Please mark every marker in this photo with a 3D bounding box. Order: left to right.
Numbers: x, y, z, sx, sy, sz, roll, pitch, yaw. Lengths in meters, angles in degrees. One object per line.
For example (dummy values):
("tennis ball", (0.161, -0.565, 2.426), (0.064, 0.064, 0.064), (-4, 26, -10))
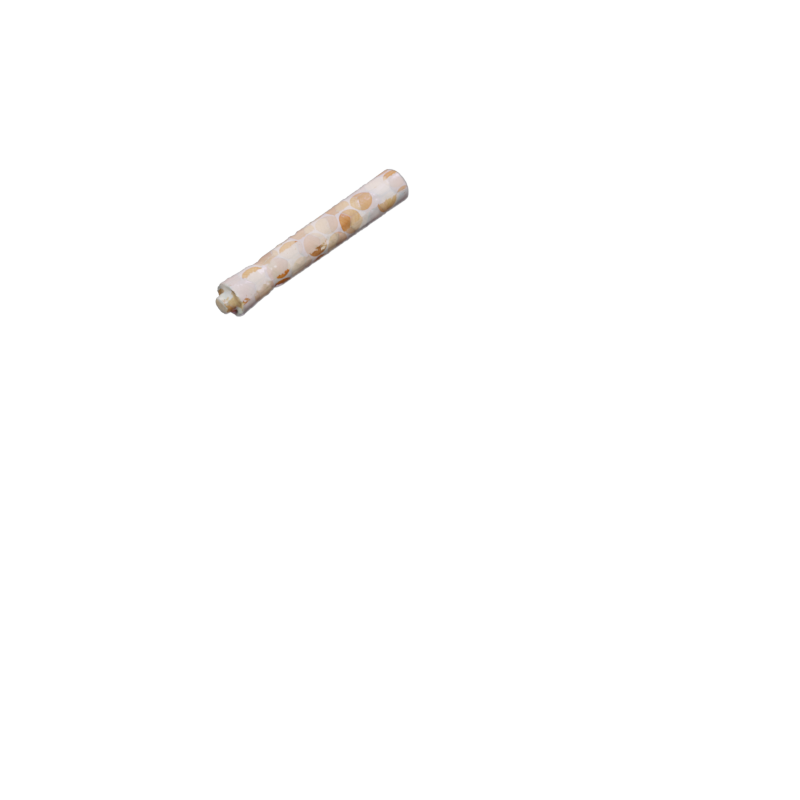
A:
("marker", (-0.043, -0.078, 0.548), (0.122, 0.019, 0.021), (-40, 25, -29))
